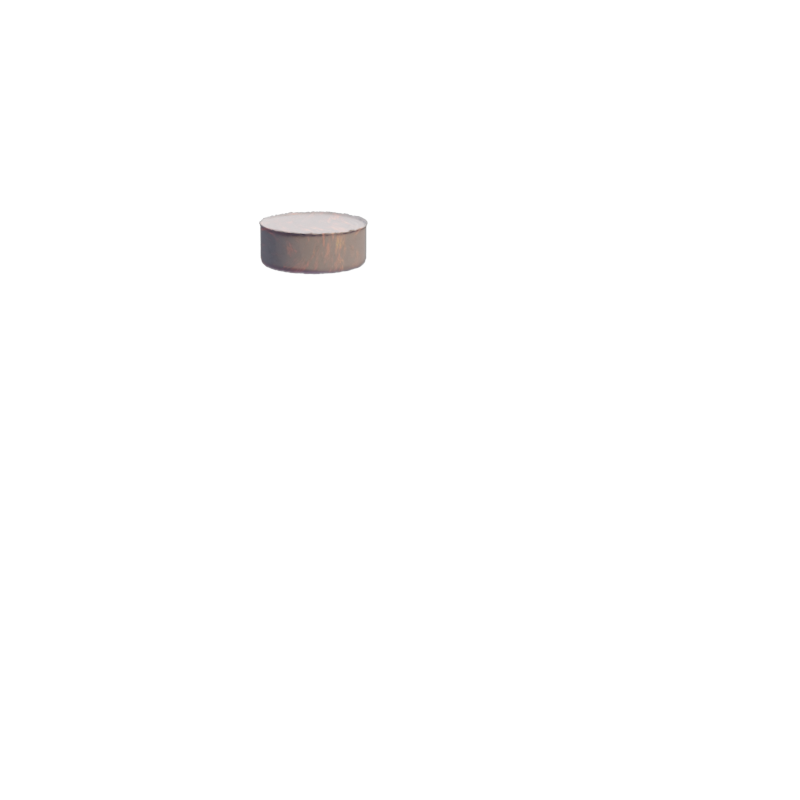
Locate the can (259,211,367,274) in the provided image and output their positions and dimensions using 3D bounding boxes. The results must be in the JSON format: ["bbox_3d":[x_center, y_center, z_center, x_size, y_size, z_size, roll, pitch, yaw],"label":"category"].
[{"bbox_3d":[-0.069,-0.126,0.882,0.086,0.032,0.089,-1,19,-2],"label":"can"}]
